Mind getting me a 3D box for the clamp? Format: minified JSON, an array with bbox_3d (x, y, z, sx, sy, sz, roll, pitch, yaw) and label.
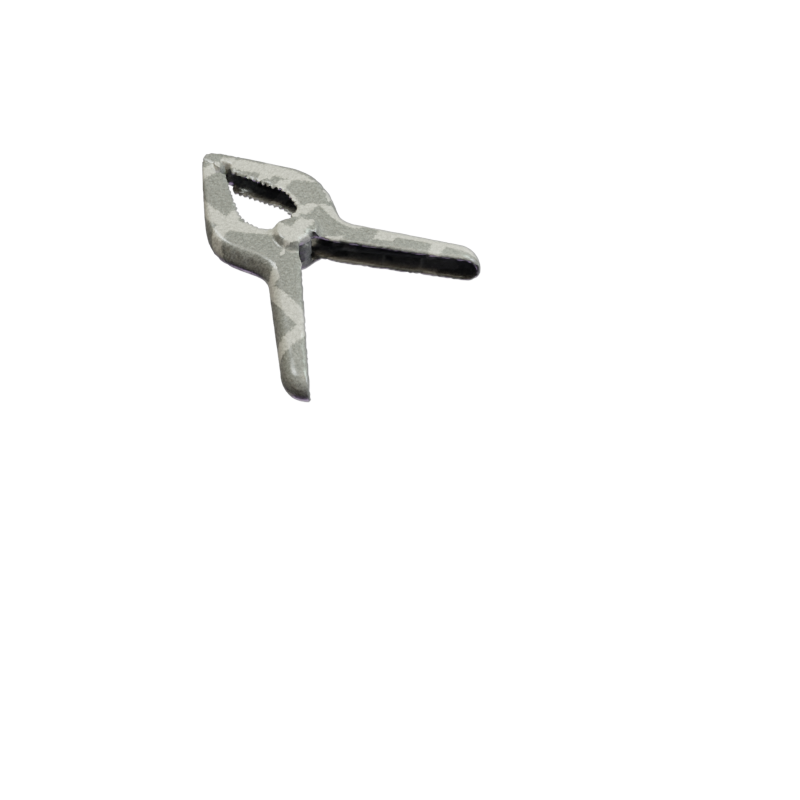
[{"bbox_3d":[-0.060,-0.110,0.770,0.164,0.225,0.034,-29,-33,-21],"label":"clamp"}]
